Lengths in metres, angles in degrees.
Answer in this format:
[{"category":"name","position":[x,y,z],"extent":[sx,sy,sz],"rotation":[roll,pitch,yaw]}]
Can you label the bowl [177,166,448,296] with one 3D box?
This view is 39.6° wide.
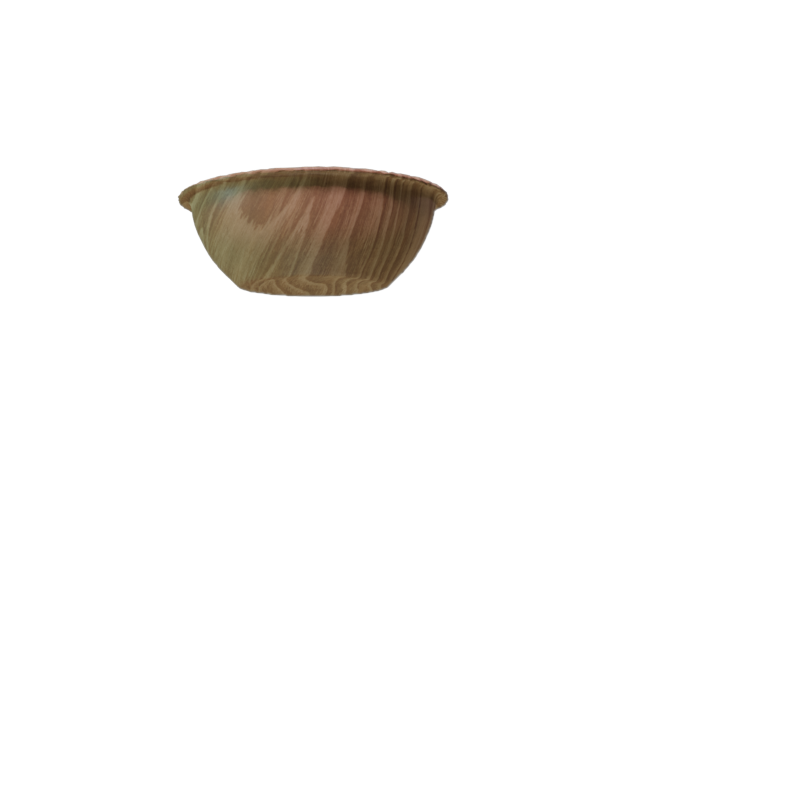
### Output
[{"category":"bowl","position":[-0.052,-0.095,0.663],"extent":[0.162,0.056,0.160],"rotation":[0,-3,-2]}]
